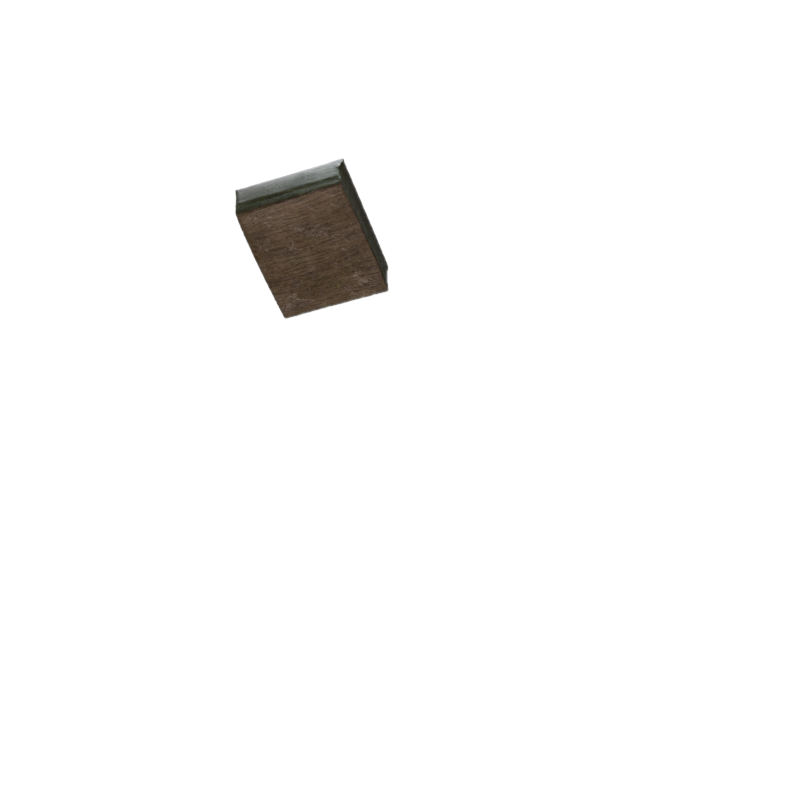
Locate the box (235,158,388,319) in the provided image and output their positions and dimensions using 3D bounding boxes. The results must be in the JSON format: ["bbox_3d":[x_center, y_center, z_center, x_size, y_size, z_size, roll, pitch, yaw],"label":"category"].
[{"bbox_3d":[-0.067,-0.123,0.861,0.090,0.105,0.042,-15,40,12],"label":"box"}]
